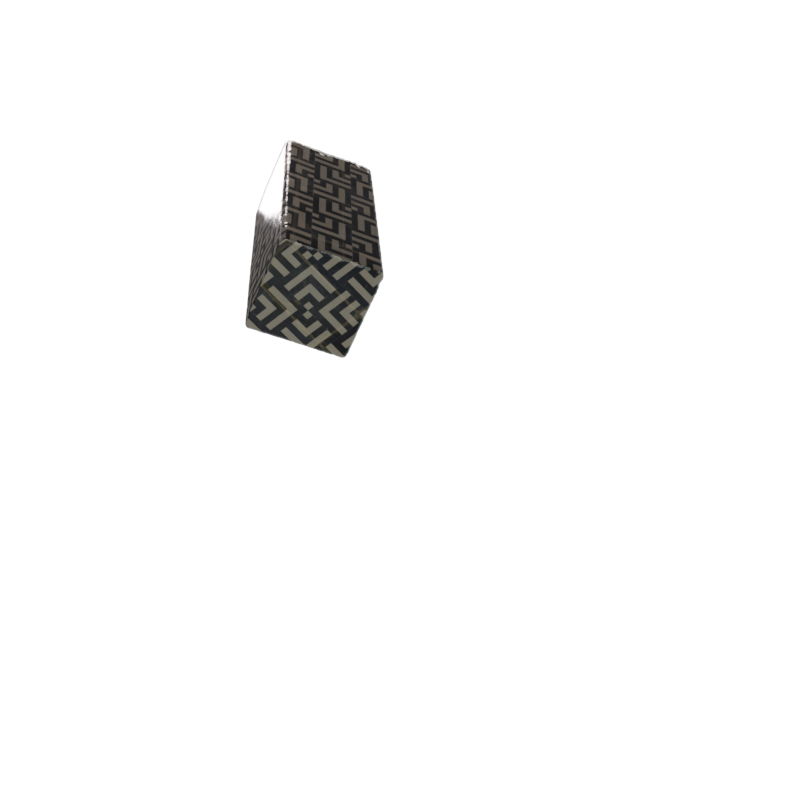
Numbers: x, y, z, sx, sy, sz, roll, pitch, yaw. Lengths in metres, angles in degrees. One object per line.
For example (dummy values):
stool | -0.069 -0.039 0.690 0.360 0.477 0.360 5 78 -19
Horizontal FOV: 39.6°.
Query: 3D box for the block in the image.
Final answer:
block | -0.077 -0.141 0.983 0.088 0.087 0.219 18 30 -14
